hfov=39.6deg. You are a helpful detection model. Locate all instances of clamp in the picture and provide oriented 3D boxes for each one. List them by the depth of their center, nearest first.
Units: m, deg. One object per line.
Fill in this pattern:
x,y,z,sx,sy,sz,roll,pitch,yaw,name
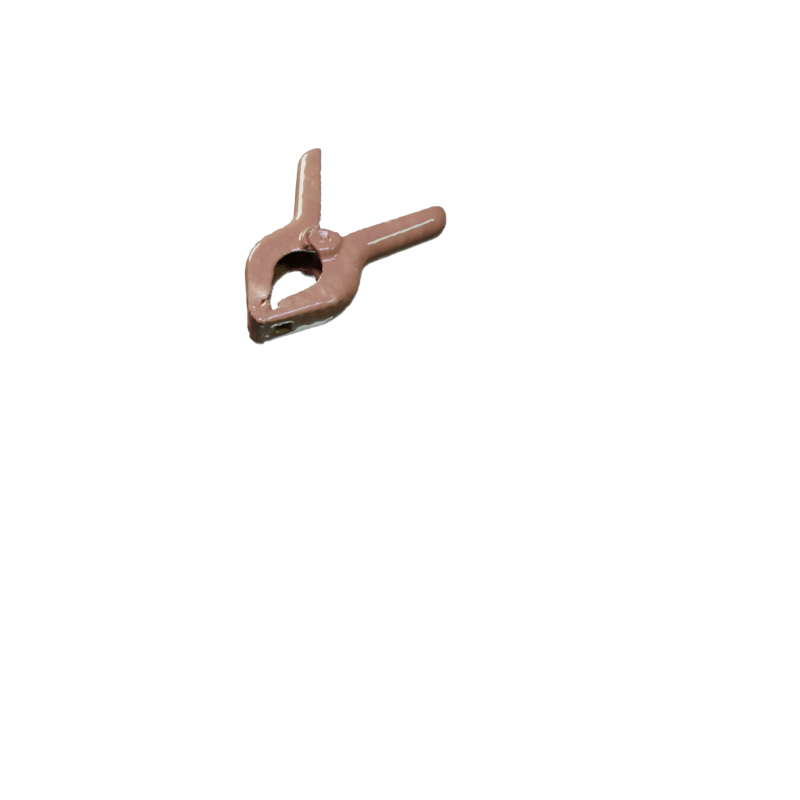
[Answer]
-0.061,-0.112,0.781,0.127,0.036,0.174,31,54,25,clamp
